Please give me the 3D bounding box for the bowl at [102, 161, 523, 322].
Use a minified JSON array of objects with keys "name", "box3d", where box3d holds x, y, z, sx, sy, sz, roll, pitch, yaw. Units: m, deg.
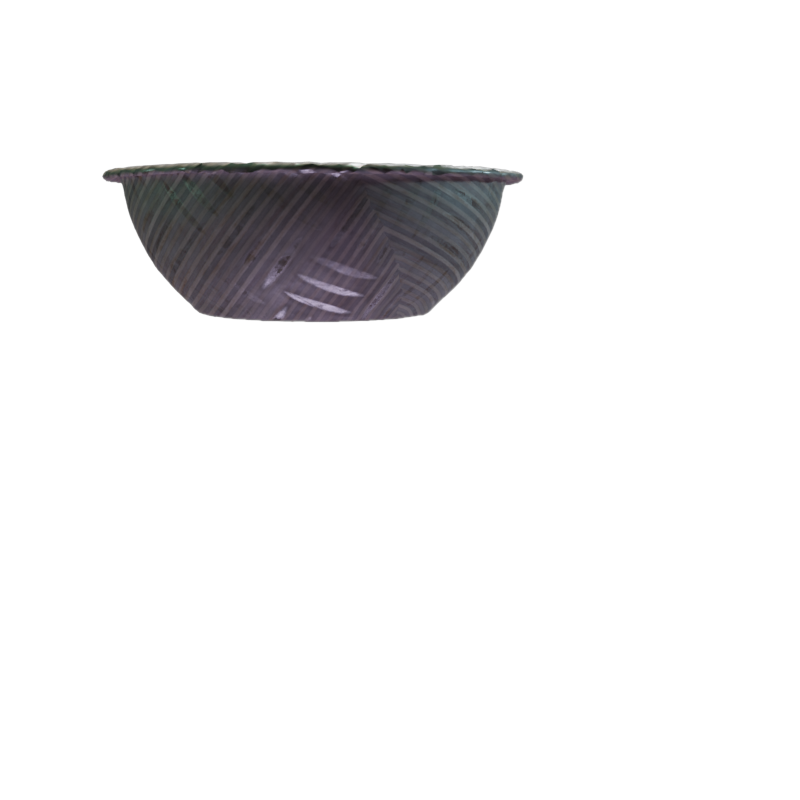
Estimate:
[{"name":"bowl","box3d":[-0.034,-0.062,0.434,0.162,0.054,0.164,0,9,-2]}]
